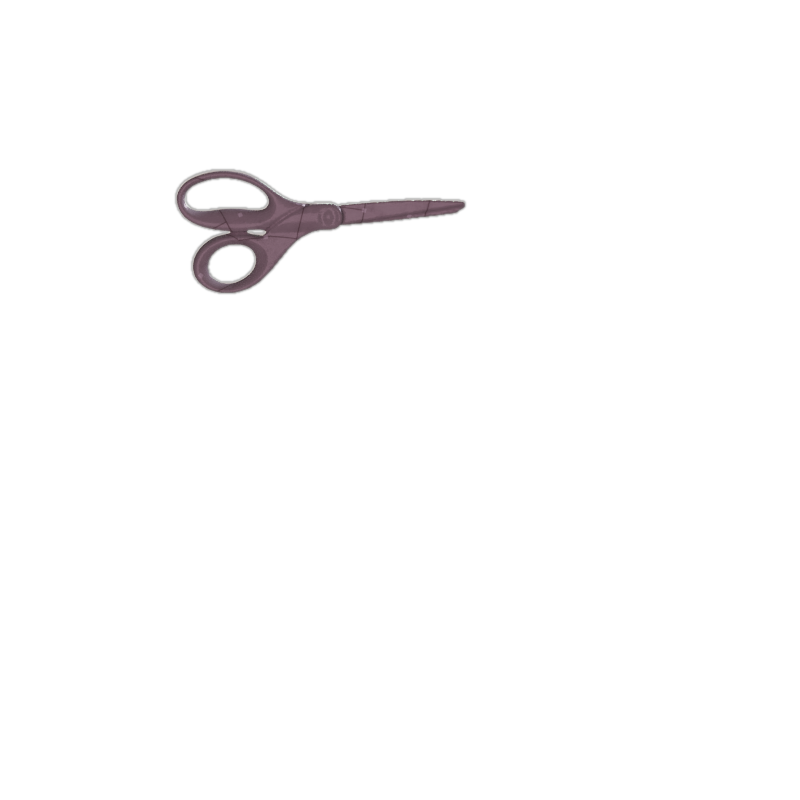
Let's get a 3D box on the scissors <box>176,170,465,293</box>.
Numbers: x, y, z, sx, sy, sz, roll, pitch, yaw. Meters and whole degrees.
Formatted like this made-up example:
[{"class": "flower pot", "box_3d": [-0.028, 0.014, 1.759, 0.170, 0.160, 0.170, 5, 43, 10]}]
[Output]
[{"class": "scissors", "box_3d": [-0.061, -0.112, 0.785, 0.201, 0.095, 0.016, 11, 7, -1]}]
